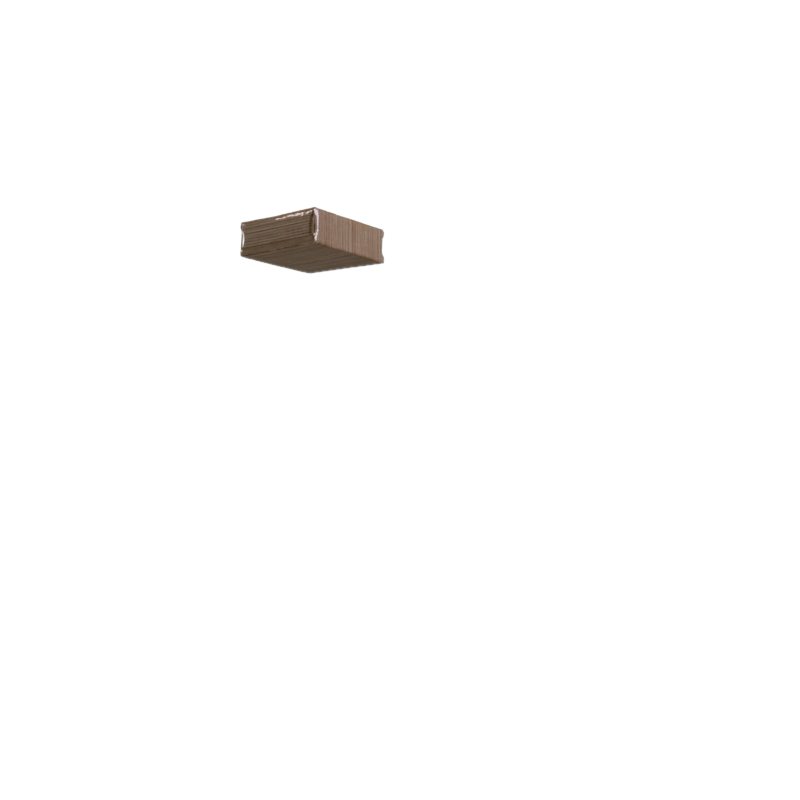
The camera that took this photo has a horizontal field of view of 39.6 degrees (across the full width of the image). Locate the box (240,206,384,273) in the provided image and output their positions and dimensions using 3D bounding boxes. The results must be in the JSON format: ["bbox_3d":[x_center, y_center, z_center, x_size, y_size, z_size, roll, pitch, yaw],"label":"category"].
[{"bbox_3d":[-0.066,-0.121,0.846,0.075,0.031,0.085,-5,-7,37],"label":"box"}]
